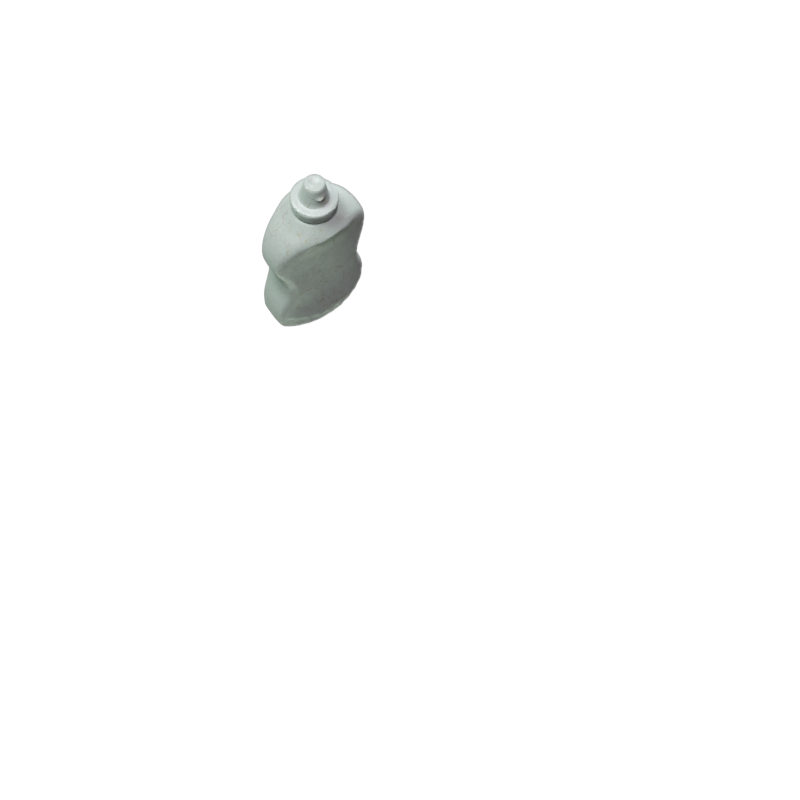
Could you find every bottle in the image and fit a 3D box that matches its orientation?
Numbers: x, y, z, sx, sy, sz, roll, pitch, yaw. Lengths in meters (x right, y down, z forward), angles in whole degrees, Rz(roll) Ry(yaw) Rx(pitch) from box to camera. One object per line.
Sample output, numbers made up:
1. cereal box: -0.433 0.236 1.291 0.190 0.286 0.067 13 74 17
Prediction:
1. bottle: -0.076 -0.139 0.978 0.096 0.062 0.181 -32 -19 -17
